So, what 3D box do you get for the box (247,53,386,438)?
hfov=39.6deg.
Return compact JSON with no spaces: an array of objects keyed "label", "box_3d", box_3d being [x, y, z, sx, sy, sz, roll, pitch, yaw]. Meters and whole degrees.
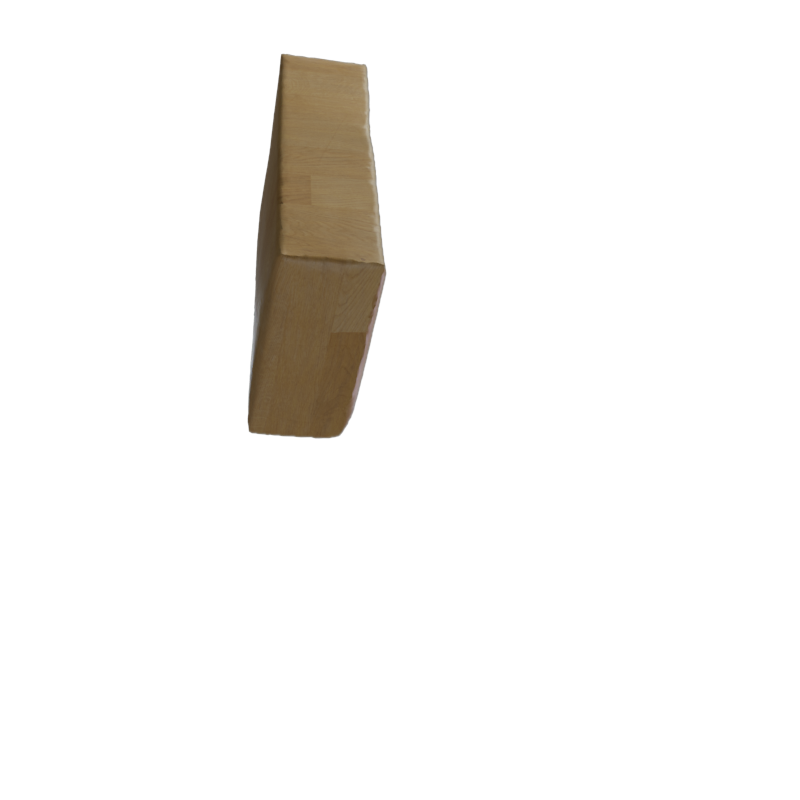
[{"label":"box","box_3d":[-0.059,-0.108,0.755,0.071,0.230,0.154,6,-45,-10]}]
